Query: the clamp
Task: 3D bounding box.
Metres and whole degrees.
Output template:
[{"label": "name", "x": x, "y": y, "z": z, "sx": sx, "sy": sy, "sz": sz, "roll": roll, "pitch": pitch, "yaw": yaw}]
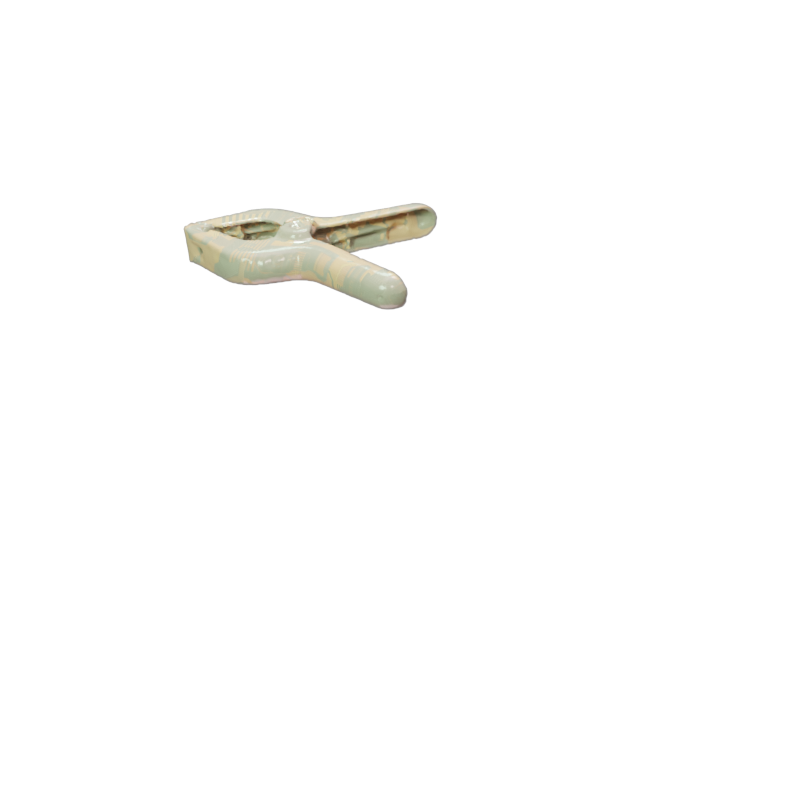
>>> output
[{"label": "clamp", "x": -0.059, "y": -0.107, "z": 0.753, "sx": 0.177, "sy": 0.037, "sz": 0.123, "roll": 12, "pitch": 30, "yaw": 20}]
